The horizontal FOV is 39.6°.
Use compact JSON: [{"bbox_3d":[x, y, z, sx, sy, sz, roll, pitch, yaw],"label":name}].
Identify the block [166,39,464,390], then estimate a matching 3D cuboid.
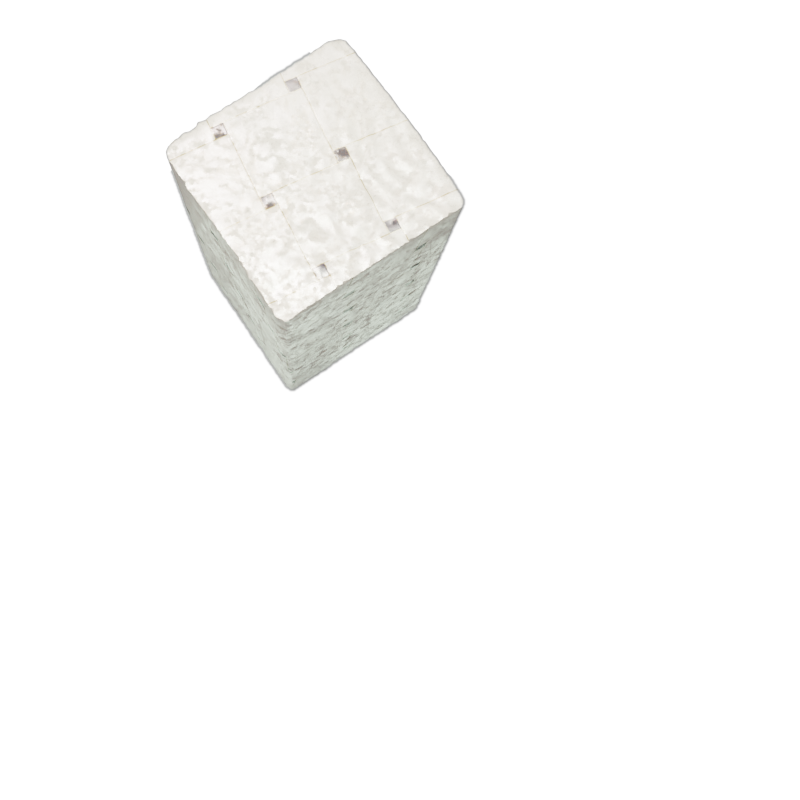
[{"bbox_3d":[-0.042,-0.078,0.538,0.091,0.092,0.201,-34,-5,-8],"label":"block"}]
